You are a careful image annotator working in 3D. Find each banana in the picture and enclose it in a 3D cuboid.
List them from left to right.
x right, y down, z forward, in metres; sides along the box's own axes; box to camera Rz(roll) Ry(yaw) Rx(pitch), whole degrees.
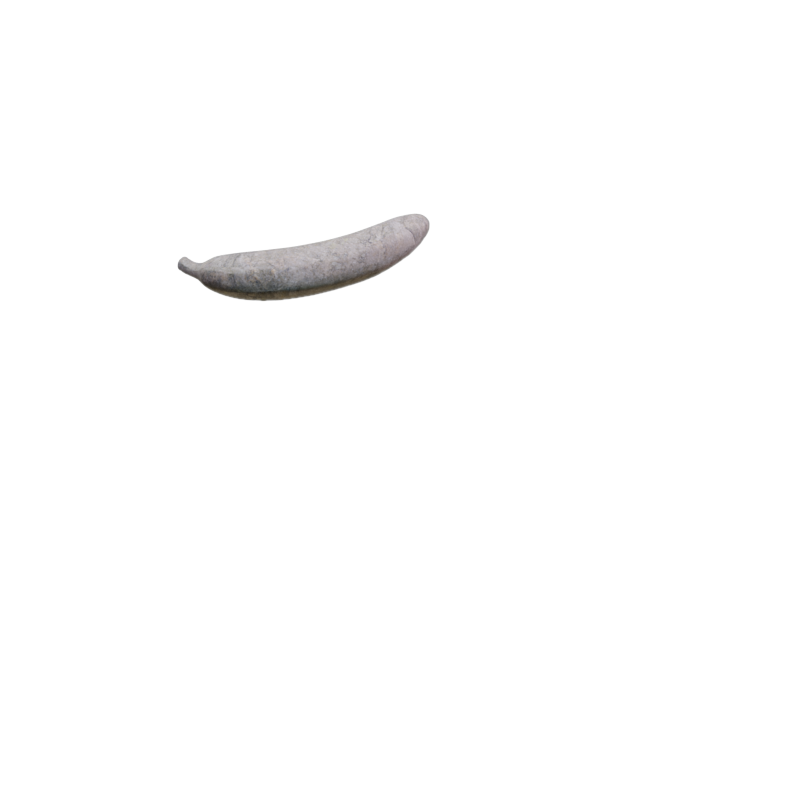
[{"bbox_3d":[-0.064,-0.107,0.826,0.195,0.034,0.075,-10,42,-12],"label":"banana"}]
